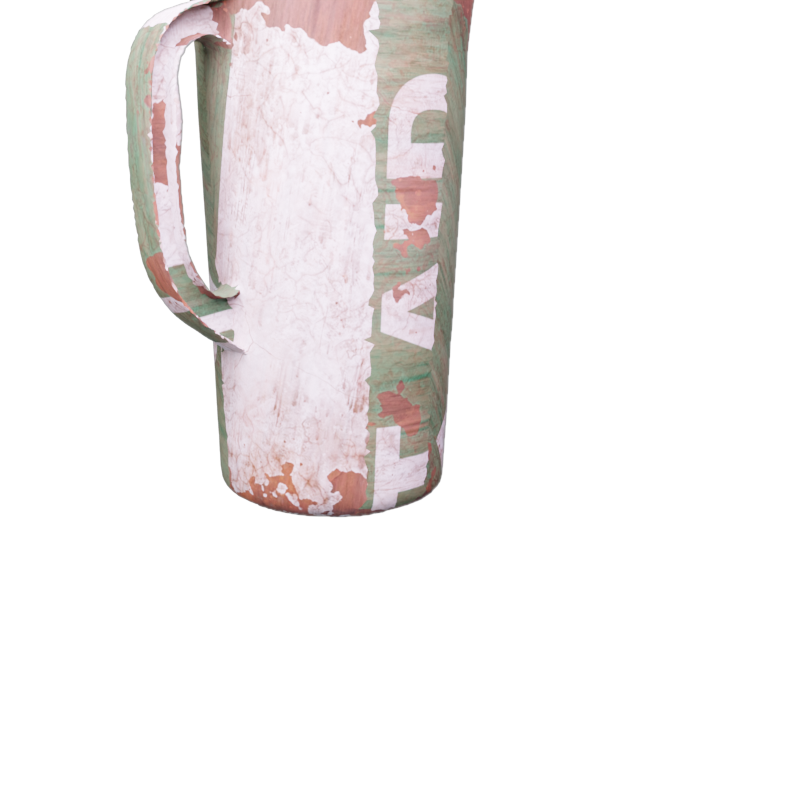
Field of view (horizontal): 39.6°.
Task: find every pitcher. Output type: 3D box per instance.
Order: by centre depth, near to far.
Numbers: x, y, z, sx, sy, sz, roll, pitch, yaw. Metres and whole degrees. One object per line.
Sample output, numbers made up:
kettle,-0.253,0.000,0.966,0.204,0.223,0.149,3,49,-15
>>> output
pitcher,-0.041,-0.075,0.525,0.150,0.240,0.146,1,6,3
